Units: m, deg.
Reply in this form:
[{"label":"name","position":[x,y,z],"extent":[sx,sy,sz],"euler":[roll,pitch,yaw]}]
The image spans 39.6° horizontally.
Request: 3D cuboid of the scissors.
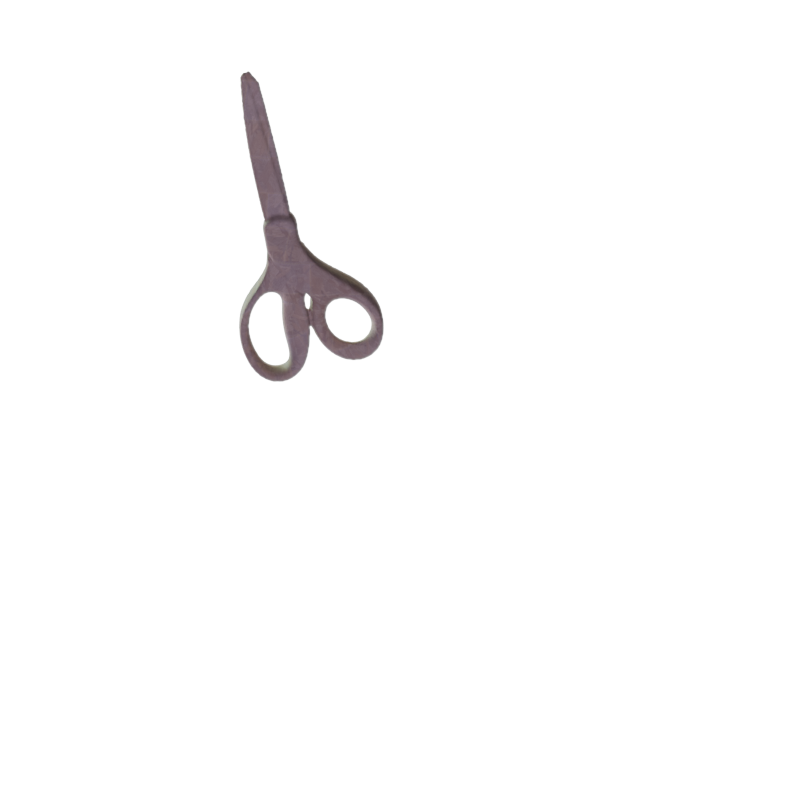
[{"label":"scissors","position":[-0.050,-0.091,0.637],"extent":[0.096,0.190,0.017],"euler":[6,35,-5]}]
